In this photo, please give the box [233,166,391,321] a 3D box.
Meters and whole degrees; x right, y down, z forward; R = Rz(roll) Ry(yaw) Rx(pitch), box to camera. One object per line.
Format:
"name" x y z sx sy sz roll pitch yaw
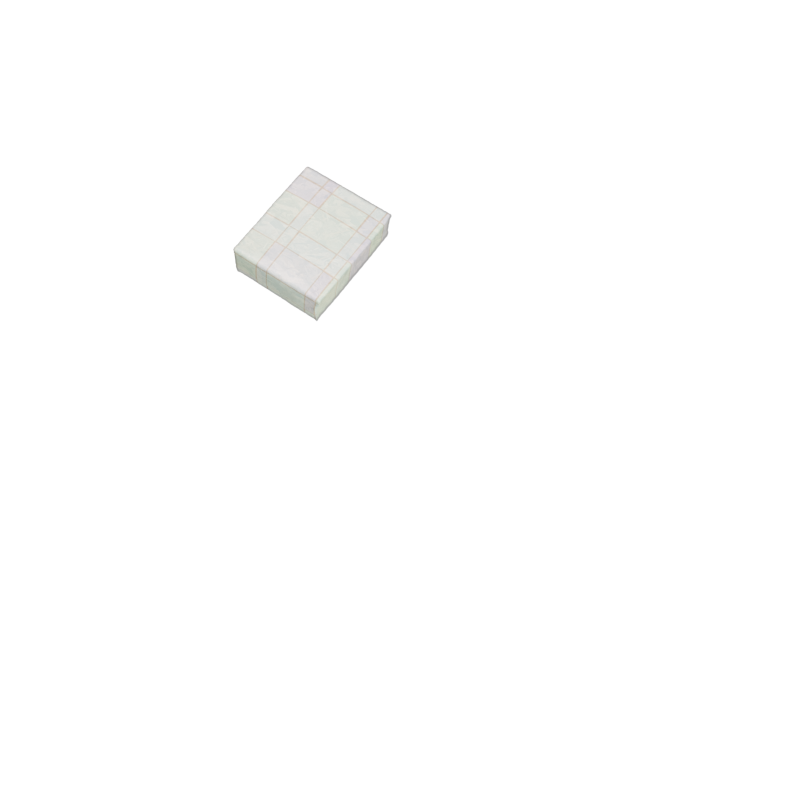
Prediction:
"box" -0.075 -0.136 0.956 0.093 0.116 0.036 30 -26 15
